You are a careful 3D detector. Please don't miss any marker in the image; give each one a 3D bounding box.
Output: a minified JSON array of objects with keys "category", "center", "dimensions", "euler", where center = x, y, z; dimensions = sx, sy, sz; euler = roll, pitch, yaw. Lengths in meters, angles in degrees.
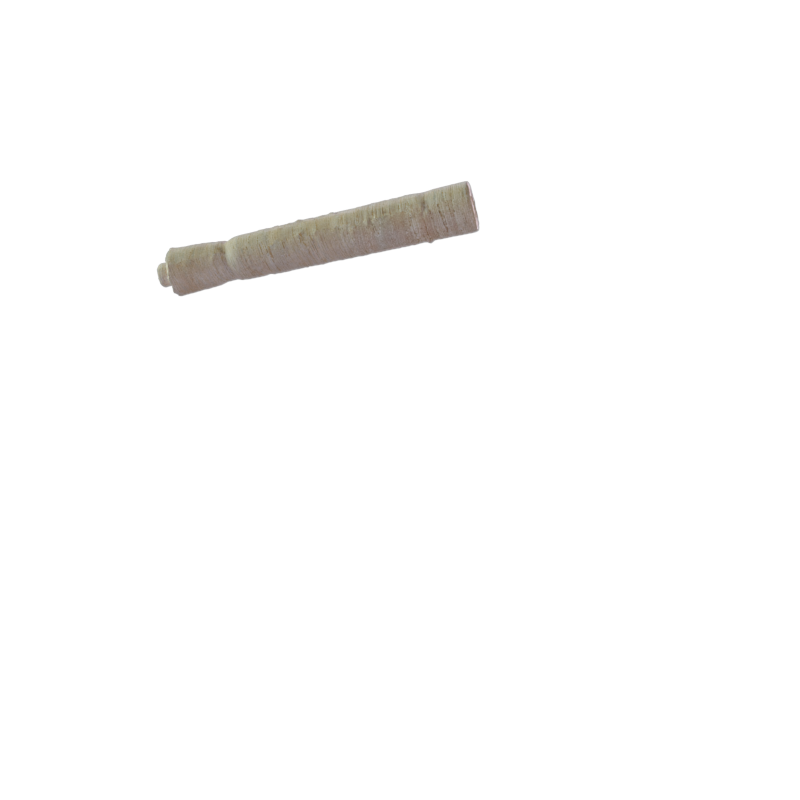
[{"category":"marker","center":[-0.032,-0.059,0.410],"dimensions":[0.122,0.020,0.020],"euler":[-11,2,11]}]
